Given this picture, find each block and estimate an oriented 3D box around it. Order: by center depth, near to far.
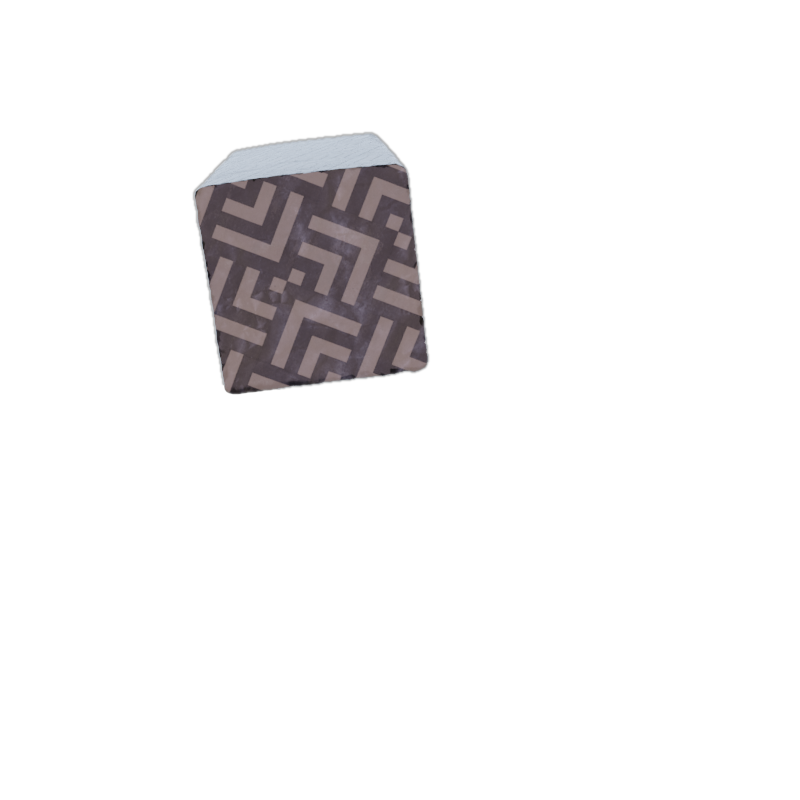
[{"bbox_3d":[-0.043,-0.080,0.561,0.090,0.088,0.213,-7,16,-2],"label":"block"}]
